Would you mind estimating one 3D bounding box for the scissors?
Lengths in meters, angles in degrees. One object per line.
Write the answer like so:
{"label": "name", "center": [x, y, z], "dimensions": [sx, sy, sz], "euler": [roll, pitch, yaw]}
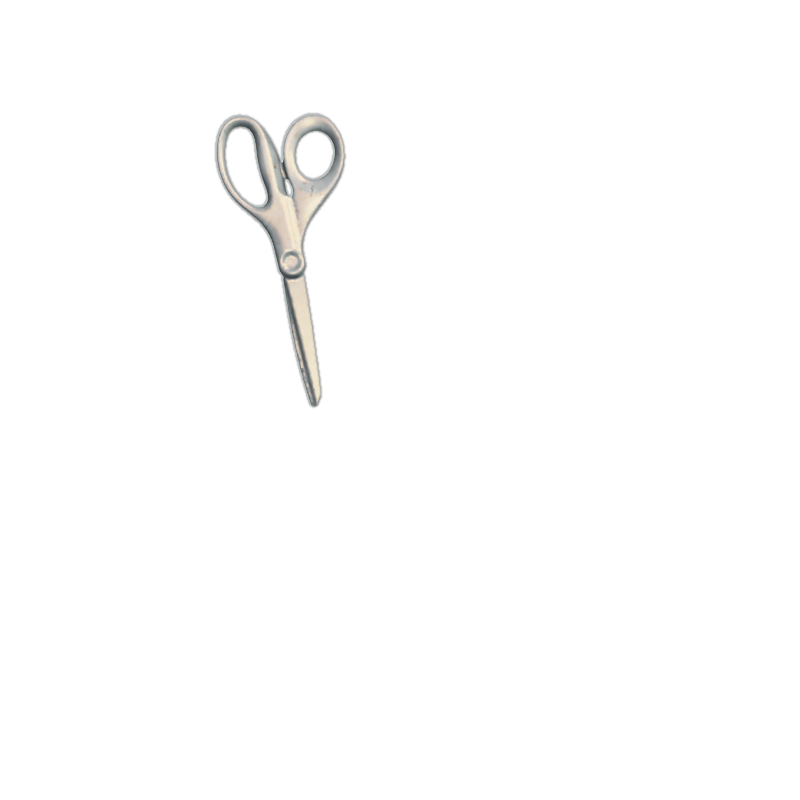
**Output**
{"label": "scissors", "center": [-0.059, -0.107, 0.751], "dimensions": [0.096, 0.206, 0.015], "euler": [-25, -8, -4]}
